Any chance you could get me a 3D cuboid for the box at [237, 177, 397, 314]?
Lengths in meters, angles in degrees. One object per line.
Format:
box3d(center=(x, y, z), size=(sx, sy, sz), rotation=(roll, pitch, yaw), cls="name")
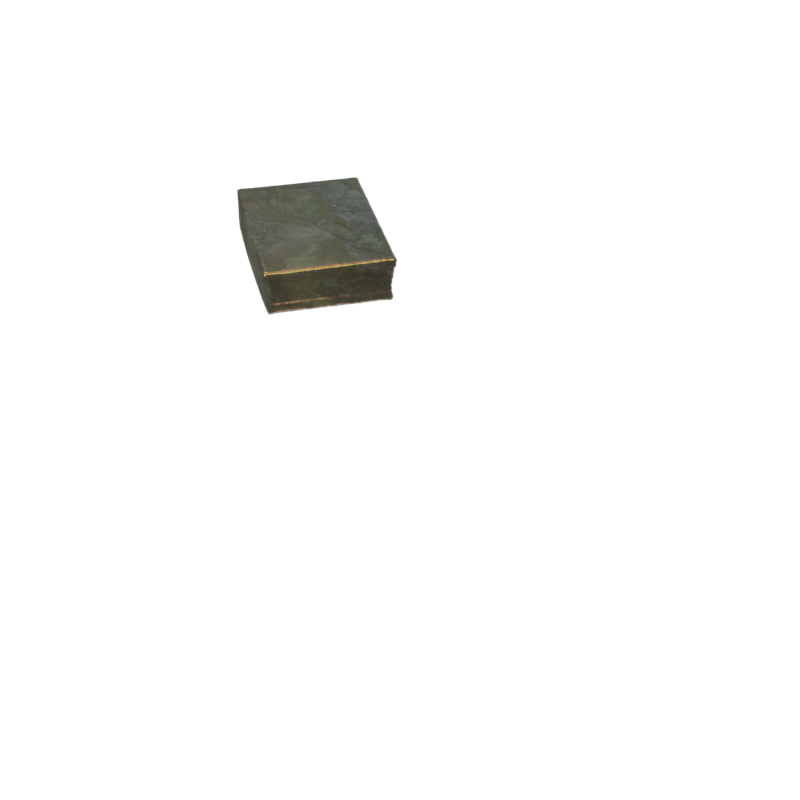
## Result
box3d(center=(-0.060, -0.110, 0.768), size=(0.089, 0.036, 0.123), rotation=(-9, 41, -11), cls="box")
